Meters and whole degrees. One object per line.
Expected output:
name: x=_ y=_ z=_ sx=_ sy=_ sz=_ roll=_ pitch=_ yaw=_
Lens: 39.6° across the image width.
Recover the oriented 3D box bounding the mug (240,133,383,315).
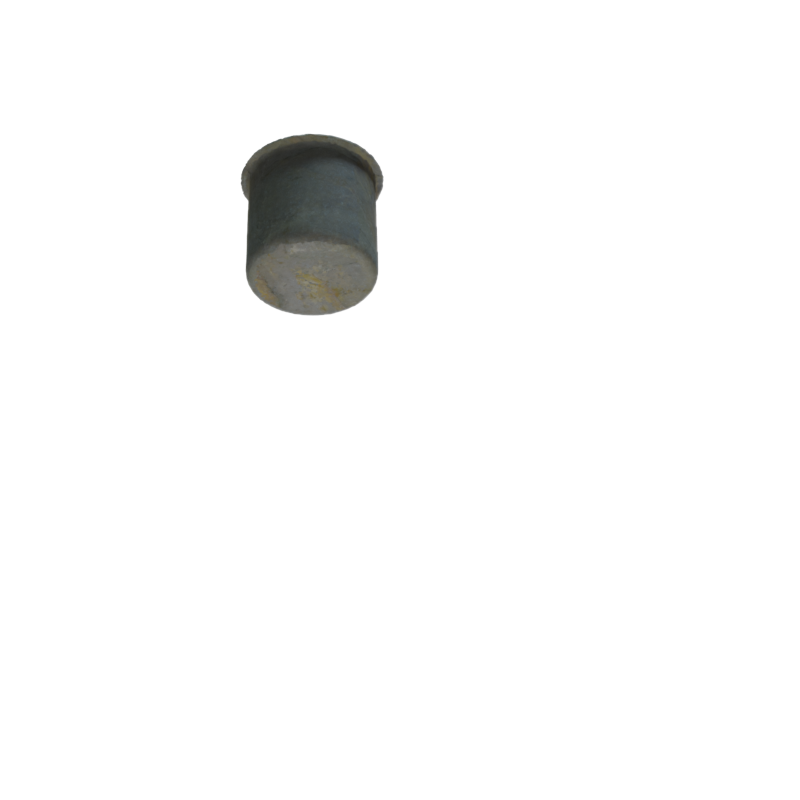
mug: x=-0.056 y=-0.101 z=0.710 sx=0.093 sy=0.087 sz=0.109 roll=-2 pitch=-33 yaw=1
